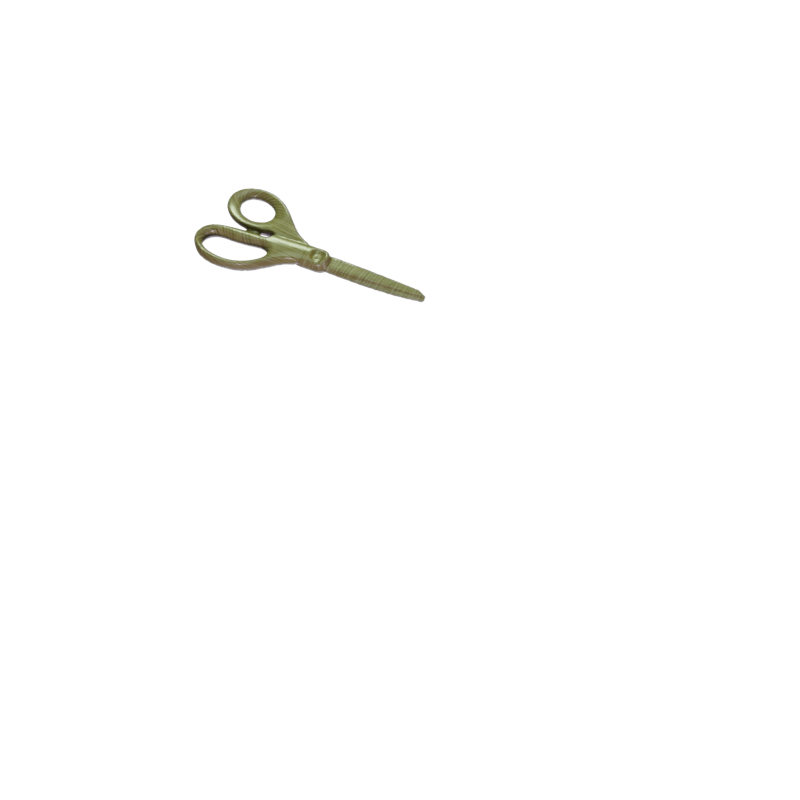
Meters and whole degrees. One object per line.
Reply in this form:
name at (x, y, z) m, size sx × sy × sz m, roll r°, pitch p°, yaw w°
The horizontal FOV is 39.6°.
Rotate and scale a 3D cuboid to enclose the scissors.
scissors at (-0.075, -0.136, 0.953) m, size 0.203 × 0.102 × 0.015 m, roll 8°, pitch -36°, yaw 5°
